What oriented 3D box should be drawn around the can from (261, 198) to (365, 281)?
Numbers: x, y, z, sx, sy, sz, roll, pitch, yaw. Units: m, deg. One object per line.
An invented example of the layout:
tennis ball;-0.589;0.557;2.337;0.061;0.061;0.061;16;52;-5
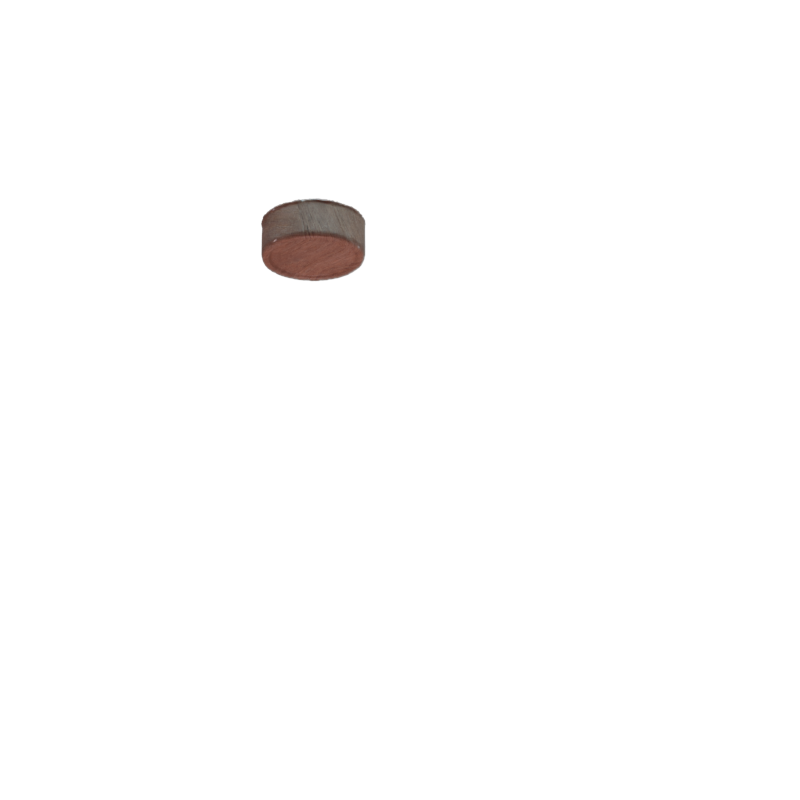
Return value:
can;-0.071;-0.129;0.905;0.086;0.035;0.082;0;-21;-2
